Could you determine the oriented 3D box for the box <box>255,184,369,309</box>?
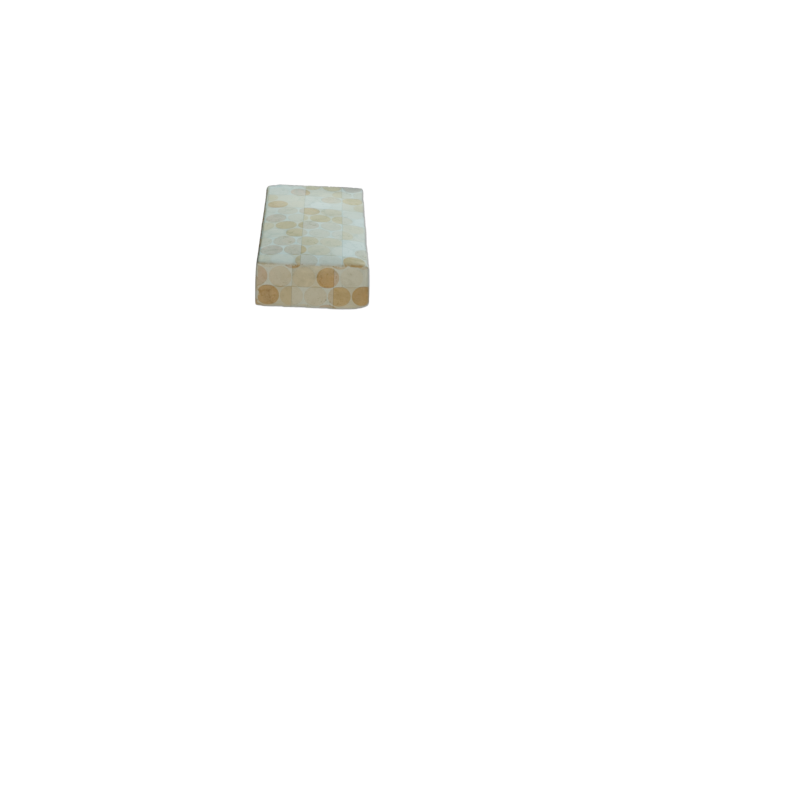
[{"bbox_3d":[-0.076,-0.138,0.965,0.093,0.045,0.187,1,32,-4],"label":"box"}]
